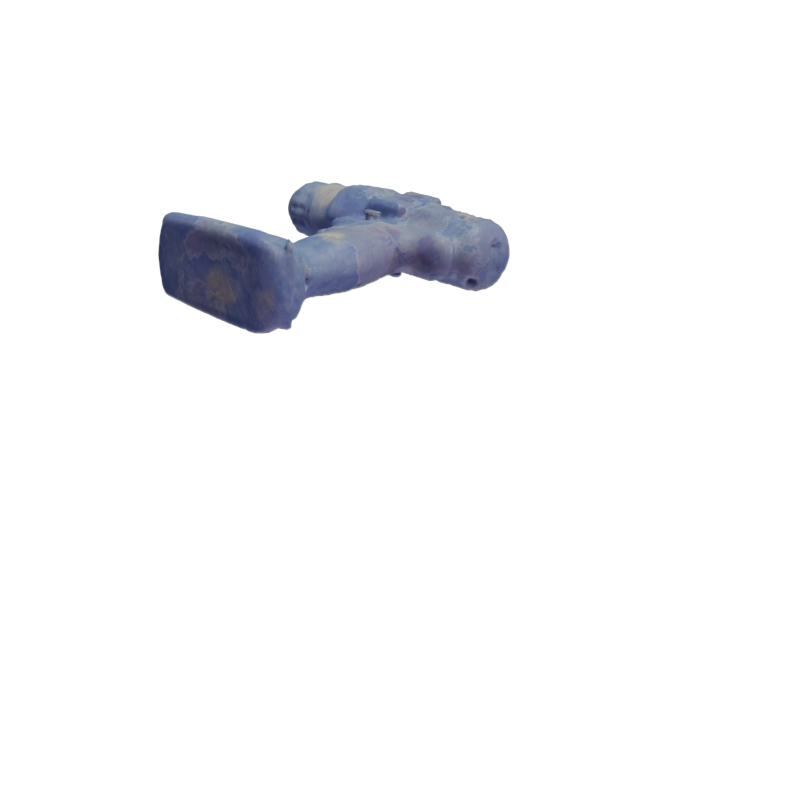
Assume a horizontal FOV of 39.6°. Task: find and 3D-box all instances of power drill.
[{"bbox_3d":[-0.054,-0.099,0.694,0.184,0.055,0.195,-19,28,-41],"label":"power drill"}]
